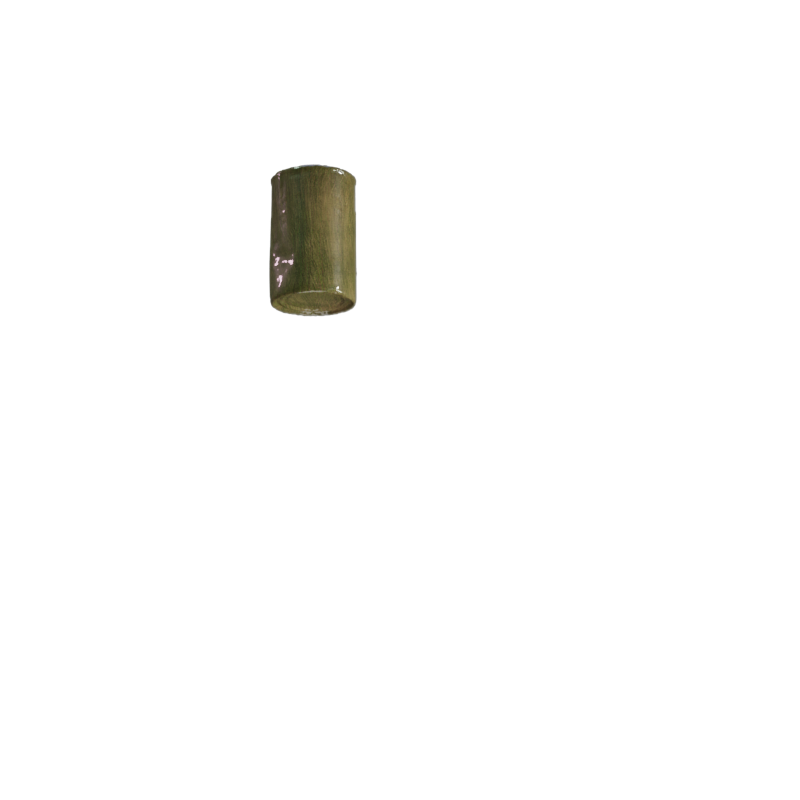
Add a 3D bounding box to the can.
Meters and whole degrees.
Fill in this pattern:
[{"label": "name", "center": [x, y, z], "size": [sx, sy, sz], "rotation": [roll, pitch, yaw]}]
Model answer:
[{"label": "can", "center": [-0.067, -0.123, 0.859], "size": [0.068, 0.107, 0.066], "rotation": [0, -17, -2]}]
